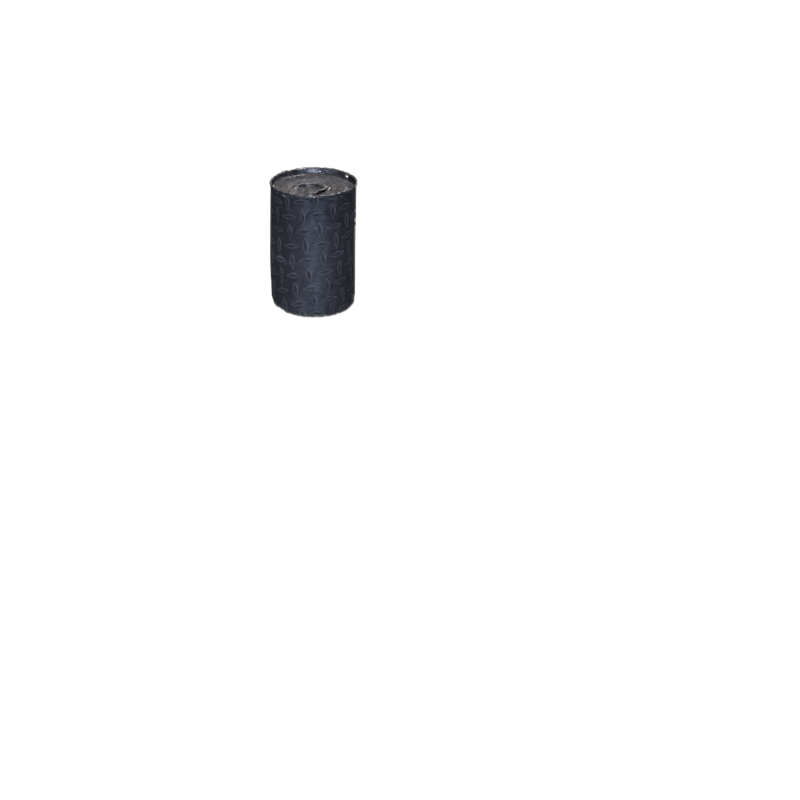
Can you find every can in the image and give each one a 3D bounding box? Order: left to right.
[{"bbox_3d":[-0.068,-0.124,0.872,0.068,0.097,0.072,0,25,-2],"label":"can"}]
